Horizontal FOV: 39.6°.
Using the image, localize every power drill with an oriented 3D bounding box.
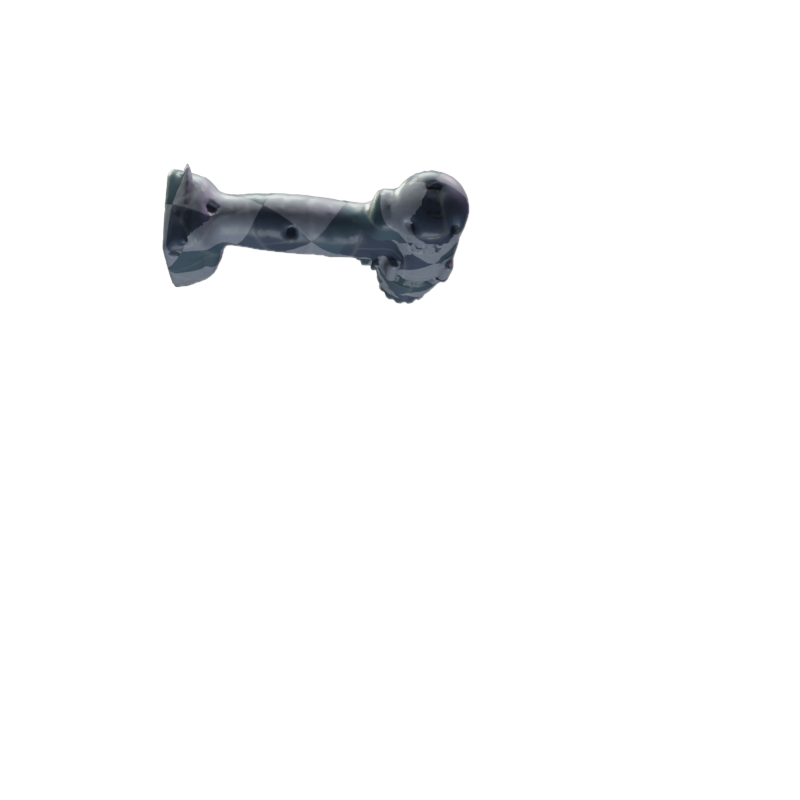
[{"bbox_3d":[-0.057,-0.103,0.723,0.187,0.060,0.179,1,-12,-4],"label":"power drill"}]
